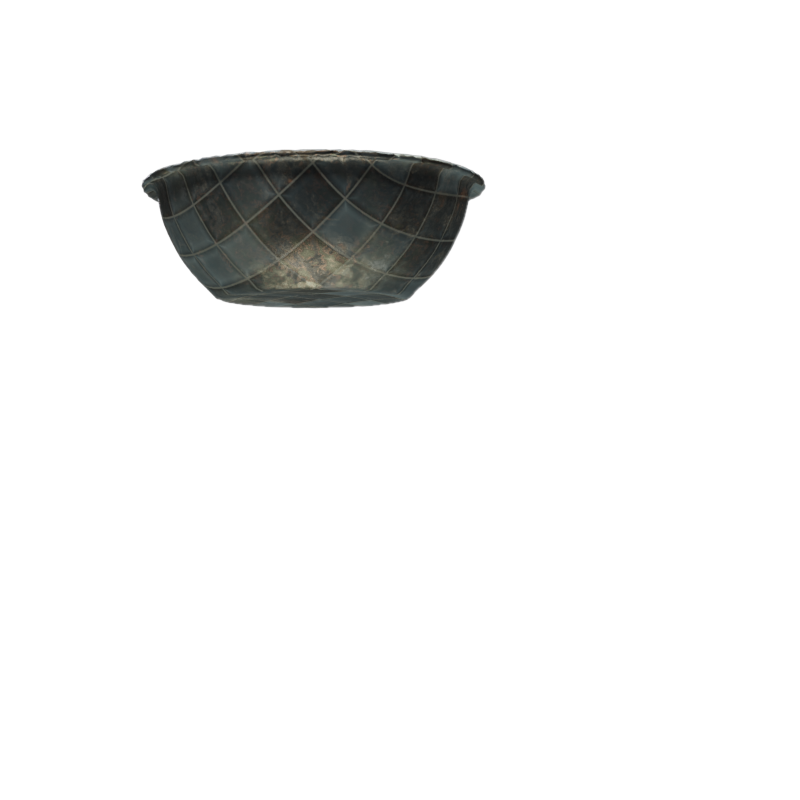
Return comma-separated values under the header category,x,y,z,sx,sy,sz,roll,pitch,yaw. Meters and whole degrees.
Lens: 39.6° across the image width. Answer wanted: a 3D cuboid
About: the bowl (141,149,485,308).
category,x,y,z,sx,sy,sz,roll,pitch,yaw
bowl,-0.041,-0.075,0.523,0.162,0.056,0.160,0,-2,-2
